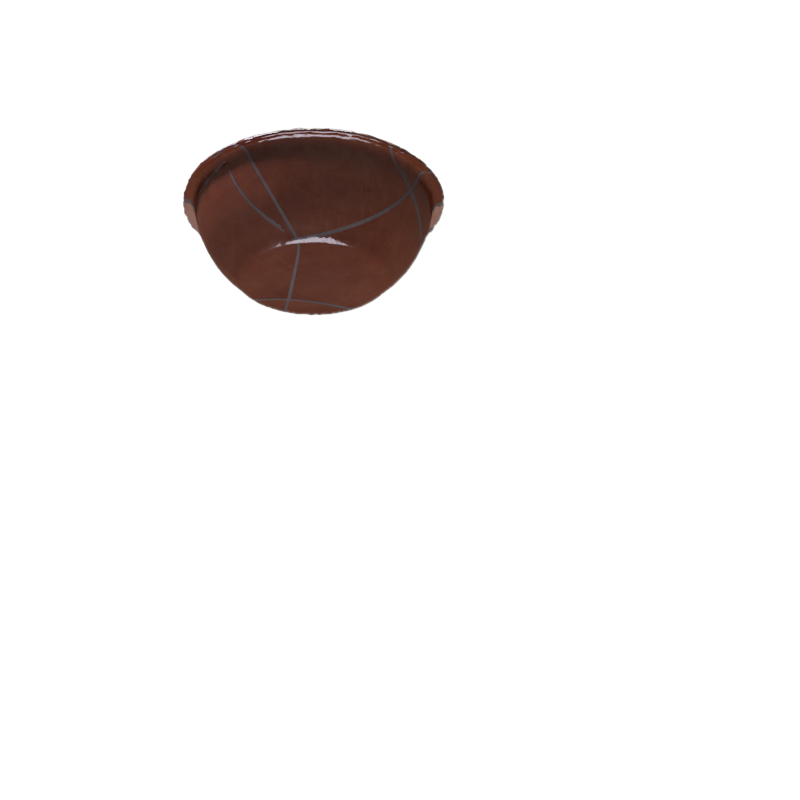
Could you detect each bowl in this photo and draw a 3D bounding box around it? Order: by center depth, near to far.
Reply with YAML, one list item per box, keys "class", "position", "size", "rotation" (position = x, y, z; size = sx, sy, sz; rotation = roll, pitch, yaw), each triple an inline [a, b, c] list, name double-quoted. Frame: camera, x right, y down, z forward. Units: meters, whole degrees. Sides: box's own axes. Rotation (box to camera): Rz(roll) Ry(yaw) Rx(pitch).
- class: "bowl"
  position: [-0.053, -0.096, 0.675]
  size: [0.162, 0.058, 0.153]
  rotation: [1, -25, -2]
